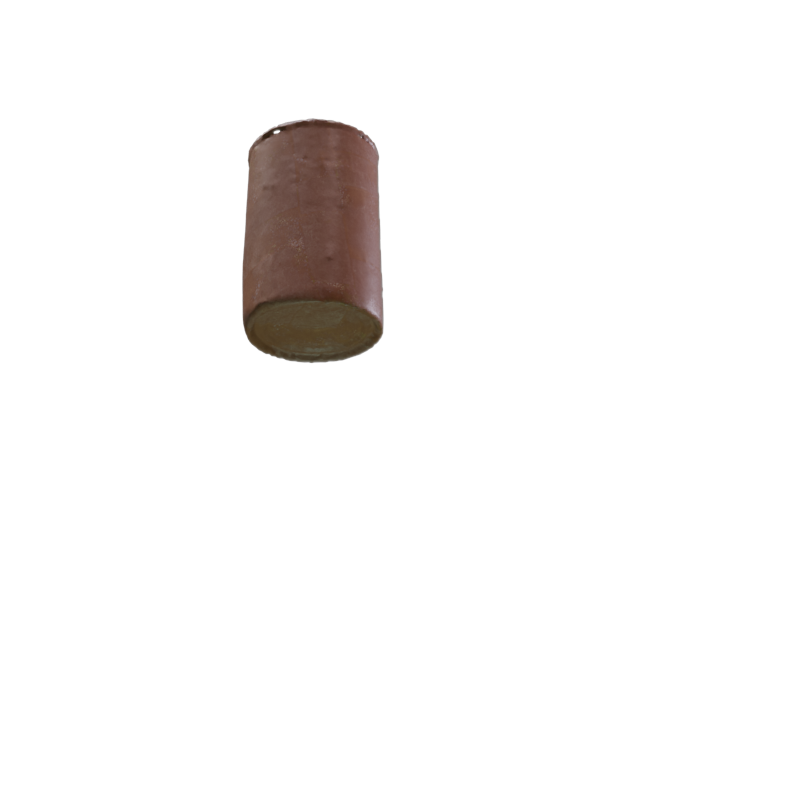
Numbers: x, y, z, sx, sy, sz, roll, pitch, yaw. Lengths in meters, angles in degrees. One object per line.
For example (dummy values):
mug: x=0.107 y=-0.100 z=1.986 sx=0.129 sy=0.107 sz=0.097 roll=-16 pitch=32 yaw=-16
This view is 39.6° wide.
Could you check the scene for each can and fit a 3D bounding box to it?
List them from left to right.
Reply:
can: x=-0.043 y=-0.078 z=0.548 sx=0.068 sy=0.109 sz=0.064 roll=0 pitch=-28 yaw=-2
